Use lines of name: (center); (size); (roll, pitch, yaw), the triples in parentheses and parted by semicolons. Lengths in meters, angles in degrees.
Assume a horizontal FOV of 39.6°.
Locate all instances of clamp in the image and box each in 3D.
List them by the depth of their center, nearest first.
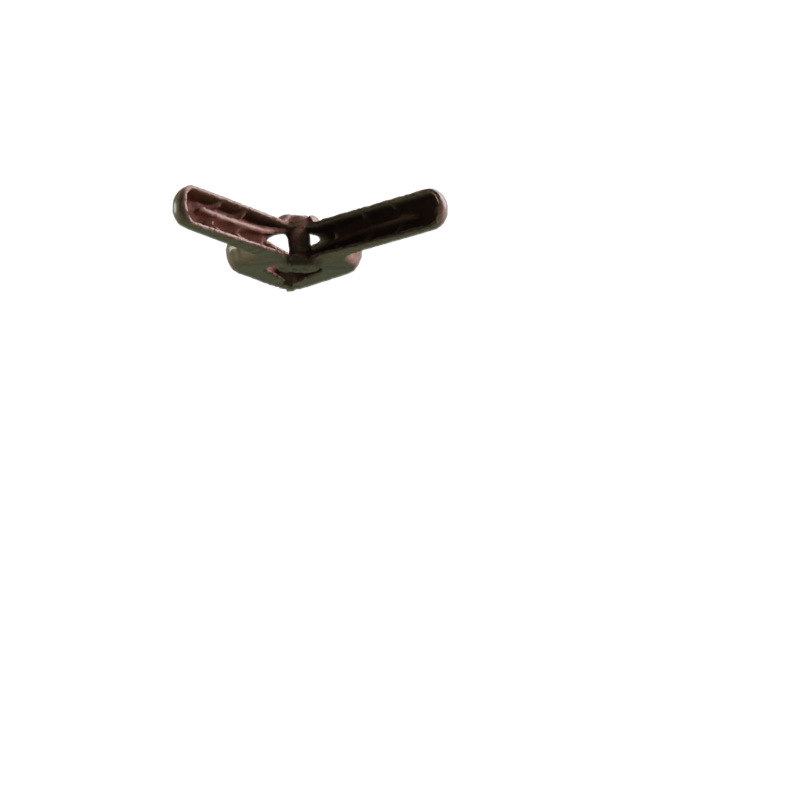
clamp: (-0.058, -0.106, 0.745); (0.164, 0.037, 0.205); (0, -6, -2)
